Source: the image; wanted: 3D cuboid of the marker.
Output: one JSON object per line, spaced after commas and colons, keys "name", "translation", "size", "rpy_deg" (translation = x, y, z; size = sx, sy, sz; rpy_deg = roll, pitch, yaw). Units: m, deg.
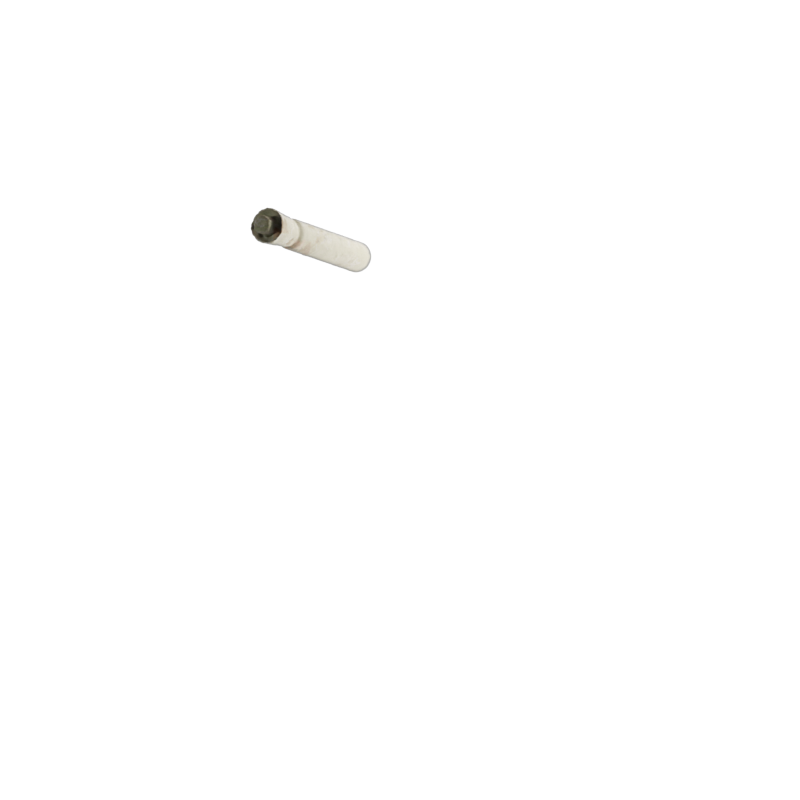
{"name": "marker", "translation": [-0.049, -0.089, 0.622], "size": [0.020, 0.020, 0.116], "rpy_deg": [2, -1, 23]}
